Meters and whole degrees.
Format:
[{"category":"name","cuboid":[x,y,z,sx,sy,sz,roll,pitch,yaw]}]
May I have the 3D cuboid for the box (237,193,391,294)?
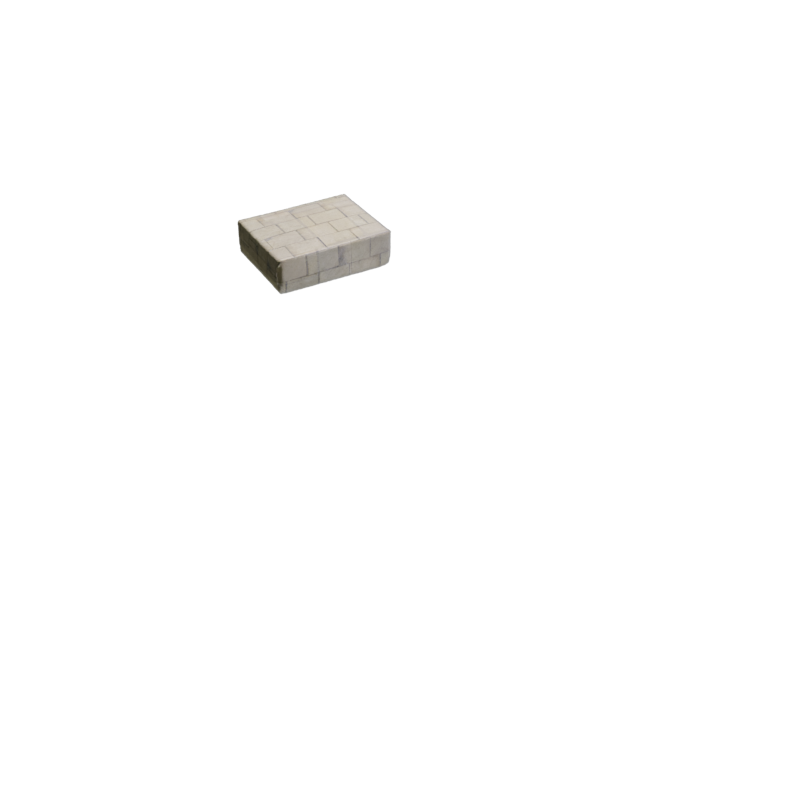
[{"category":"box","cuboid":[-0.078,-0.142,0.995,0.112,0.036,0.097,-16,37,-23]}]
